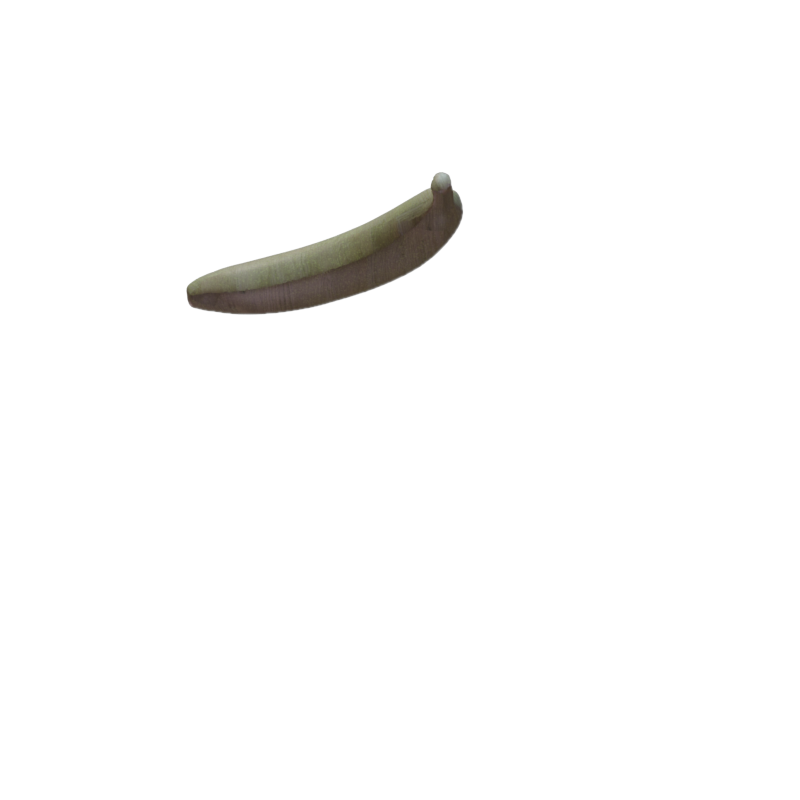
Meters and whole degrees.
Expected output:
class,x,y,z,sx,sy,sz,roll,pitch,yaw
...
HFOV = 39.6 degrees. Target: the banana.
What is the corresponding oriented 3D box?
class,x,y,z,sx,sy,sz,roll,pitch,yaw
banana,-0.036,-0.087,0.652,0.199,0.039,0.065,-20,-34,33
